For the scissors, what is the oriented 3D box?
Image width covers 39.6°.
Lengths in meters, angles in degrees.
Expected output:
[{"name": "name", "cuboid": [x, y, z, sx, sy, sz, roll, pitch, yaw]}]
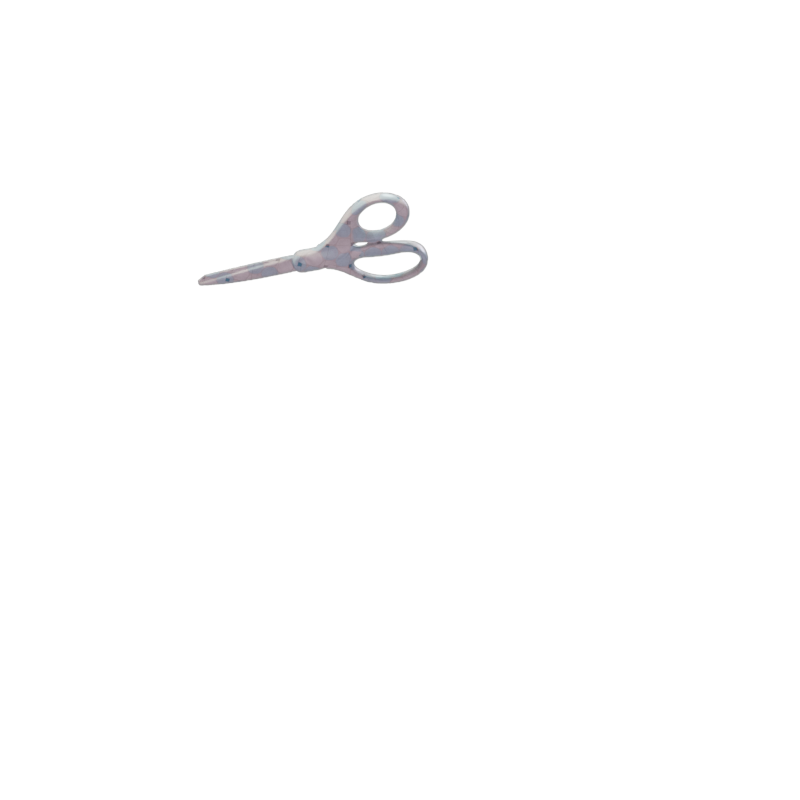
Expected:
[{"name": "scissors", "cuboid": [-0.075, -0.137, 0.962, 0.201, 0.090, 0.017, 2, 32, -1]}]
